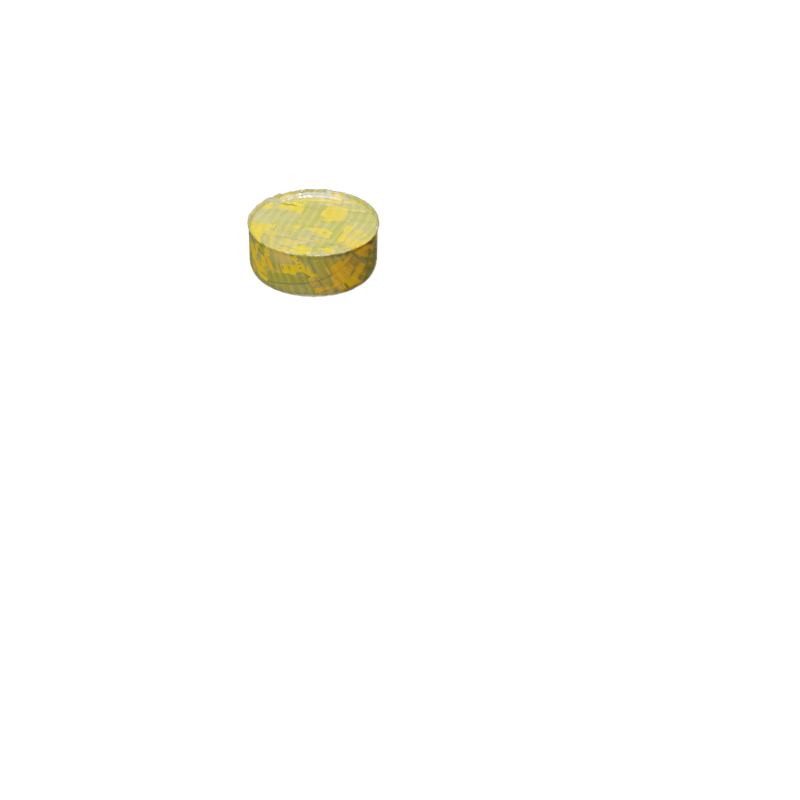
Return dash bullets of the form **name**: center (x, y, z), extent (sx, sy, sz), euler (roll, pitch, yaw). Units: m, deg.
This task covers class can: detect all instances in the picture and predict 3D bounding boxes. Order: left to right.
- **can**: center (-0.057, -0.104, 0.728), extent (0.086, 0.031, 0.092), euler (-1, 37, -2)
